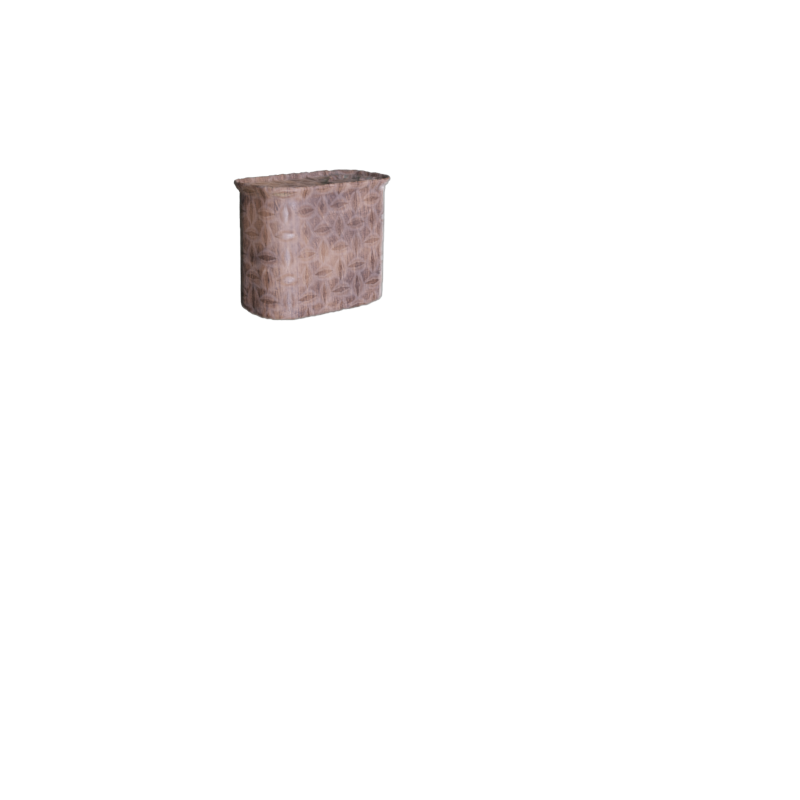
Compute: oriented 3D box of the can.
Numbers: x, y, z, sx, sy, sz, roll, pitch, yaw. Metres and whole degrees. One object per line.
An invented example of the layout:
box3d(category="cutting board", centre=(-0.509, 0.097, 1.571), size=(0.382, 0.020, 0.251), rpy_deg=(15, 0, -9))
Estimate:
box3d(category="can", centre=(-0.056, -0.102, 0.715), size=(0.099, 0.081, 0.061), rpy_deg=(-13, 19, -40))
